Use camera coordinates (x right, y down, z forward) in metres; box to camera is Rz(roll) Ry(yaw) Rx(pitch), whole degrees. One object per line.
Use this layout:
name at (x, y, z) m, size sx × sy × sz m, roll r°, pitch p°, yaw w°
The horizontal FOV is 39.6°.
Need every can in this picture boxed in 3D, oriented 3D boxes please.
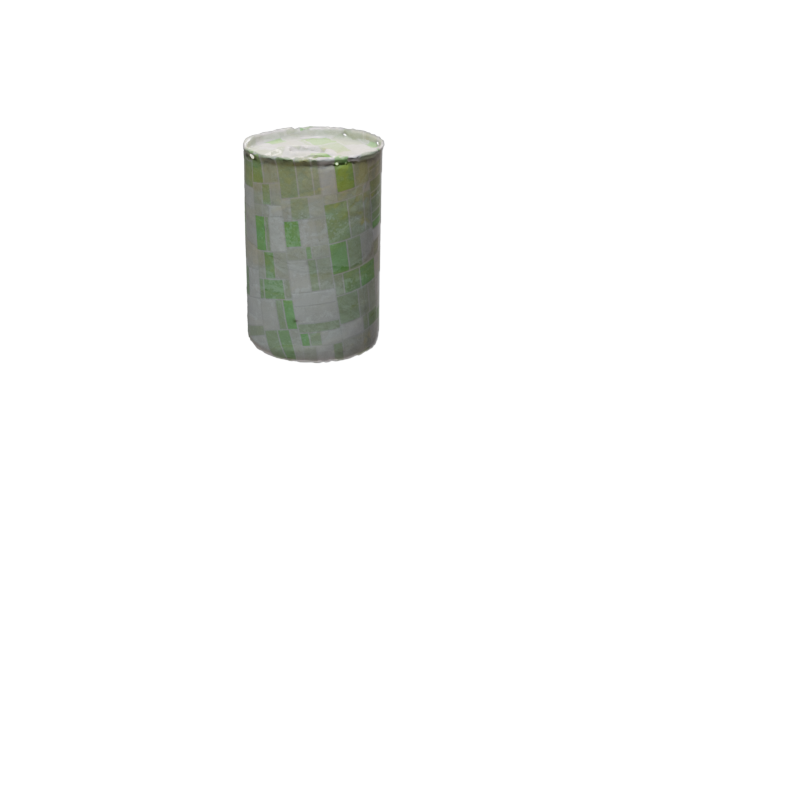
can at (-0.043, -0.078, 0.547) m, size 0.068 × 0.098 × 0.072 m, roll 0°, pitch 21°, yaw -2°
